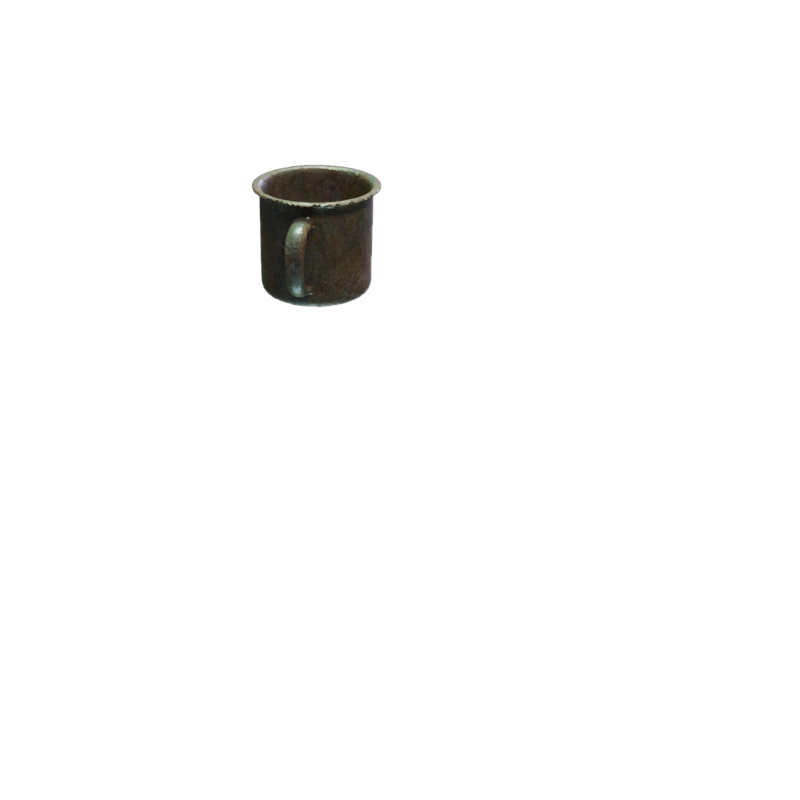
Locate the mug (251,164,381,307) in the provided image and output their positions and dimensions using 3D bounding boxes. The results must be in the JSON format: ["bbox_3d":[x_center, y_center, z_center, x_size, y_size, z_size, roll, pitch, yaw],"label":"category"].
[{"bbox_3d":[-0.062,-0.114,0.797,0.094,0.077,0.122,4,26,6],"label":"mug"}]
